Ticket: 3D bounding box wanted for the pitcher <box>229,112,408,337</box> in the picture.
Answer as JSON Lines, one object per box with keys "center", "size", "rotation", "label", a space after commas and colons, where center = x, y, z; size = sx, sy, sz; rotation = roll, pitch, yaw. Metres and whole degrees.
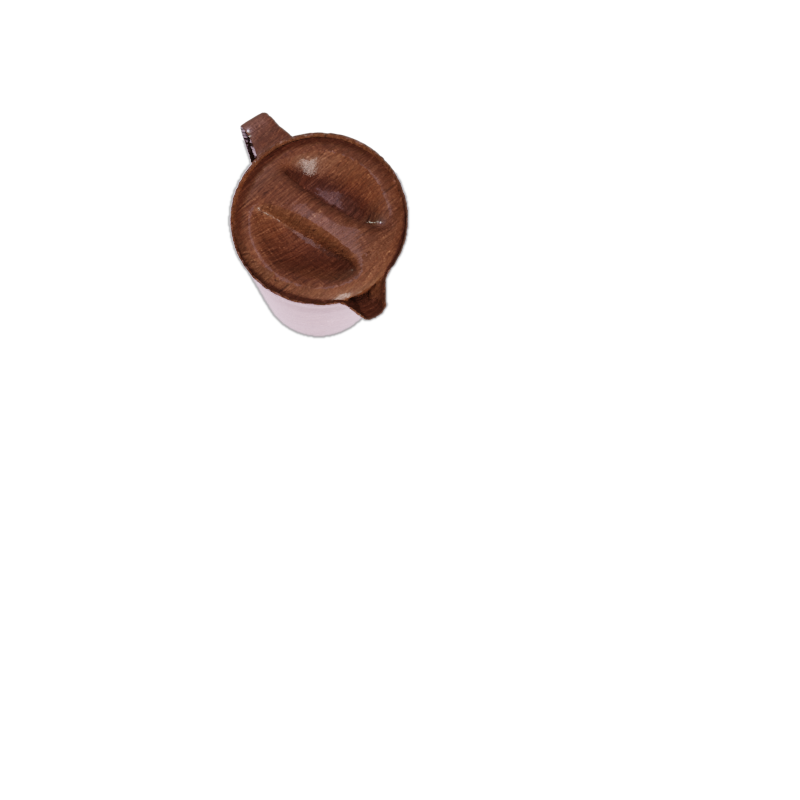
{"center": [-0.073, -0.133, 0.933], "size": [0.145, 0.153, 0.237], "rotation": [12, -9, -1], "label": "pitcher"}
